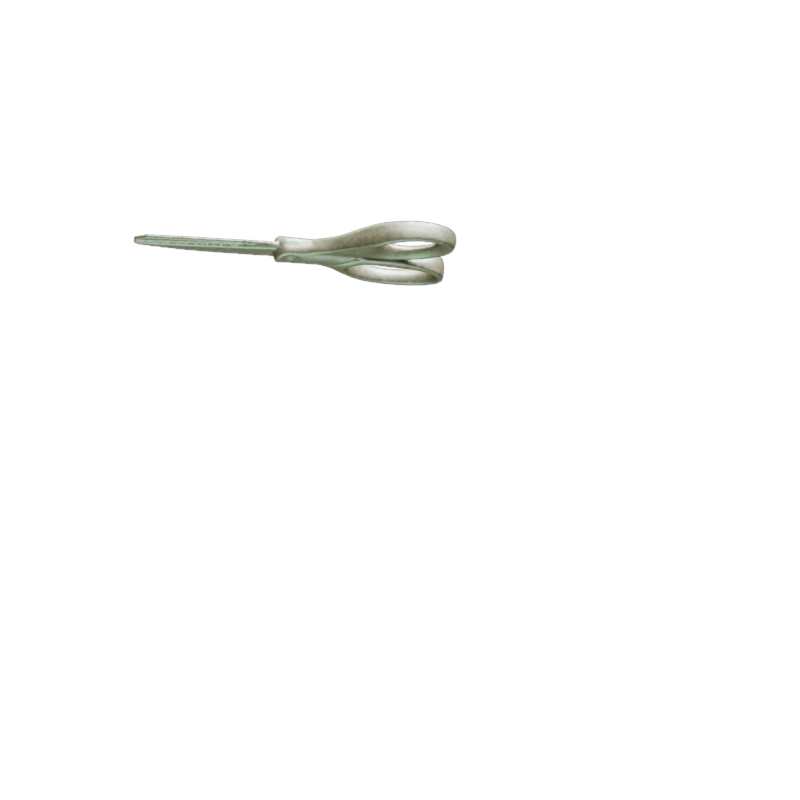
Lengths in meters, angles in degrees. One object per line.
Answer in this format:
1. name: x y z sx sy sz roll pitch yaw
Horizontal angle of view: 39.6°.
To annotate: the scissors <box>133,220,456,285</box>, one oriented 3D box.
1. scissors: -0.054 -0.098 0.685 0.194 0.016 0.096 7 -16 -26
